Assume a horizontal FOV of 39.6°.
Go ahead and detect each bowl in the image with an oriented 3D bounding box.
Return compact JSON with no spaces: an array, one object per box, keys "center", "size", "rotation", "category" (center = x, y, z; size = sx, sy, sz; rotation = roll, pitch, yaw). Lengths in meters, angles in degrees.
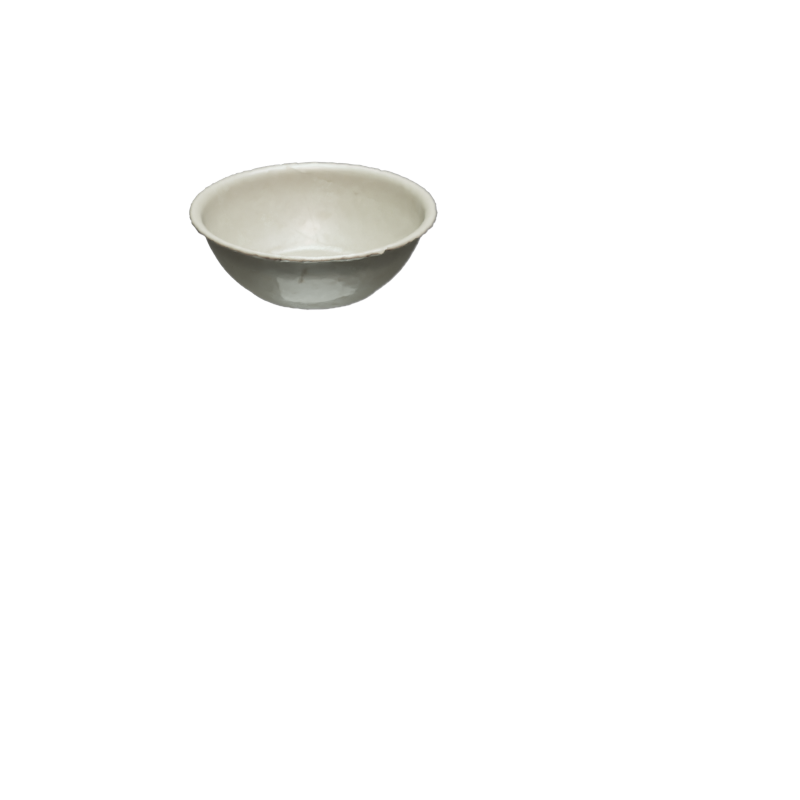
[{"center":[-0.057,-0.104,0.732],"size":[0.162,0.052,0.172],"rotation":[-1,31,-2],"category":"bowl"}]
